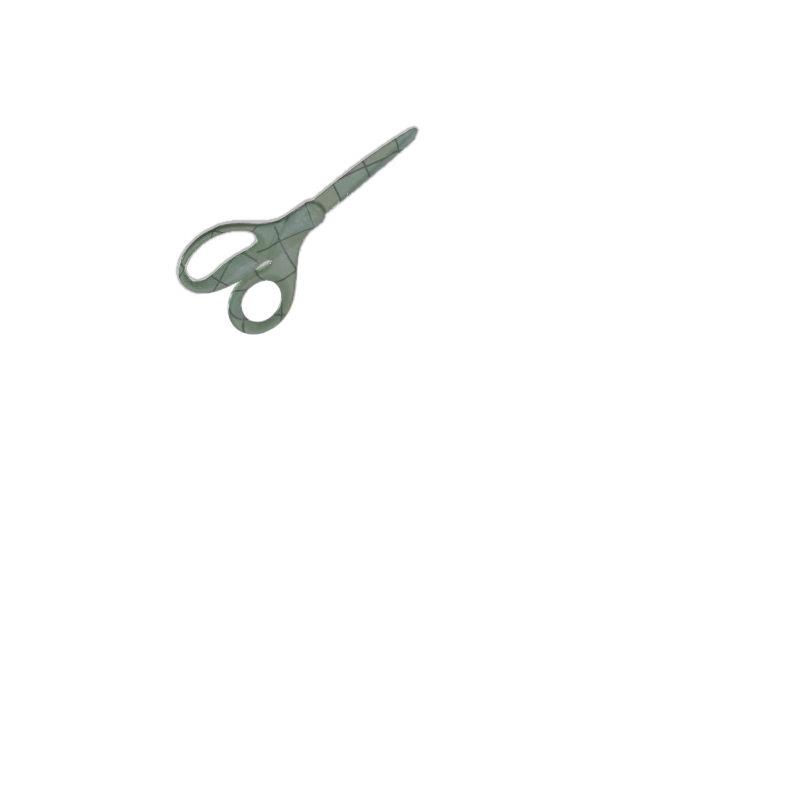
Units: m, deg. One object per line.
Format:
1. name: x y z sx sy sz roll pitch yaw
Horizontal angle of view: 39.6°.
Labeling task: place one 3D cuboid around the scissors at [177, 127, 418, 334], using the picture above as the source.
1. scissors: -0.063 -0.114 0.802 0.202 0.092 0.016 -22 18 7
